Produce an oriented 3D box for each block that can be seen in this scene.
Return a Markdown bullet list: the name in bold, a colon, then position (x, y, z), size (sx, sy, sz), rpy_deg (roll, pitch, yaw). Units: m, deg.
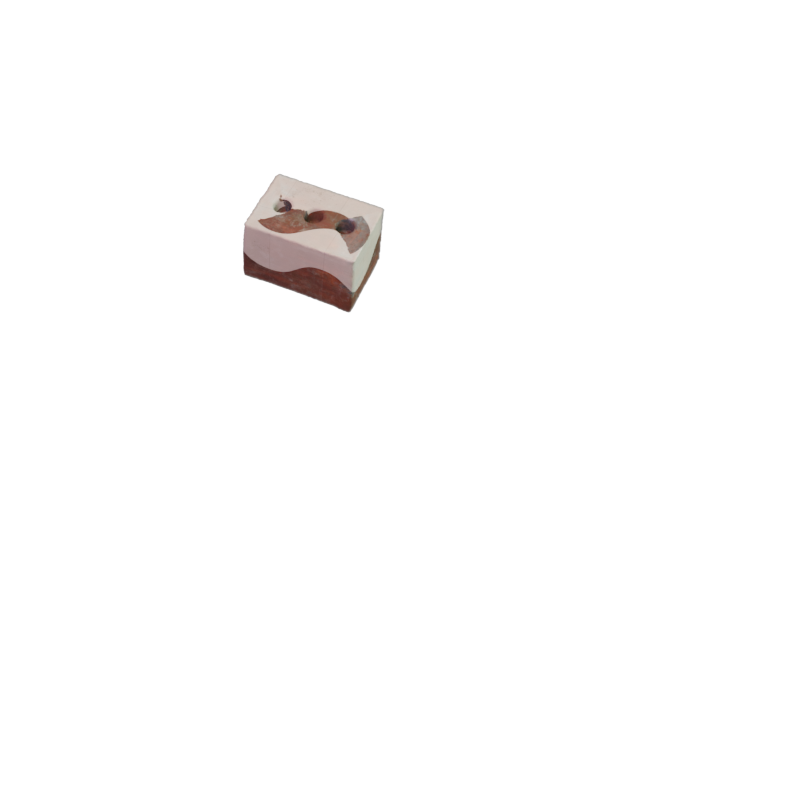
- **block**: position (-0.056, -0.102, 0.716), size (0.080, 0.055, 0.048), rpy_deg (19, -36, 14)
